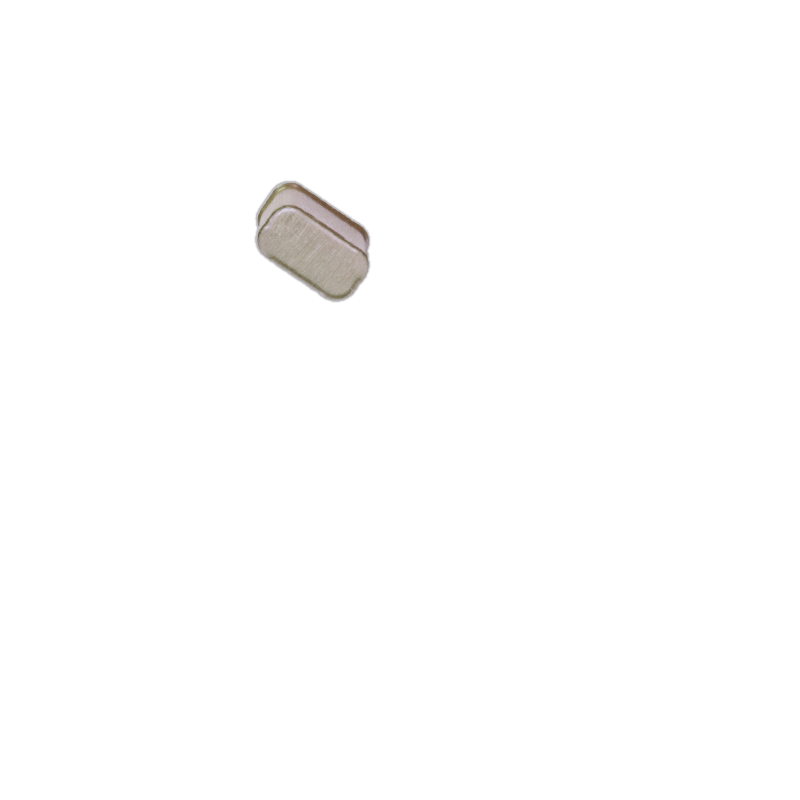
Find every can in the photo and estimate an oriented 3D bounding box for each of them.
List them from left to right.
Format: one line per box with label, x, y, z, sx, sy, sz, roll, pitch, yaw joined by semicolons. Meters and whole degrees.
can;-0.075;-0.137;0.961;0.100;0.057;0.087;33;15;-11
